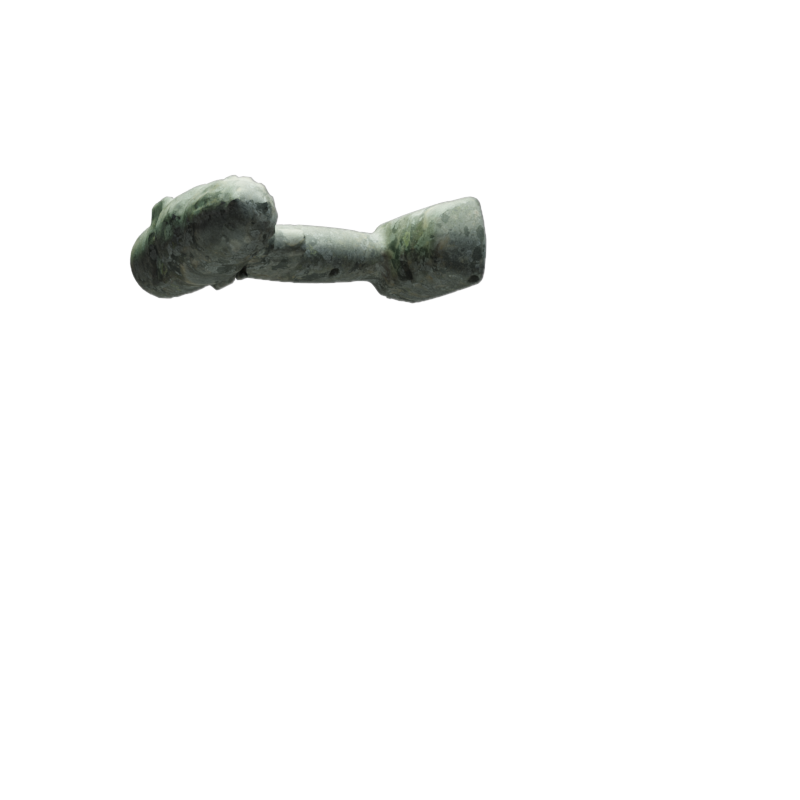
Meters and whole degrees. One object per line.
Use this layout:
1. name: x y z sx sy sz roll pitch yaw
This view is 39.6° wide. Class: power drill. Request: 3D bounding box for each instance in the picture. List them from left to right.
1. power drill: -0.050 -0.090 0.633 0.182 0.058 0.188 0 -1 -23
